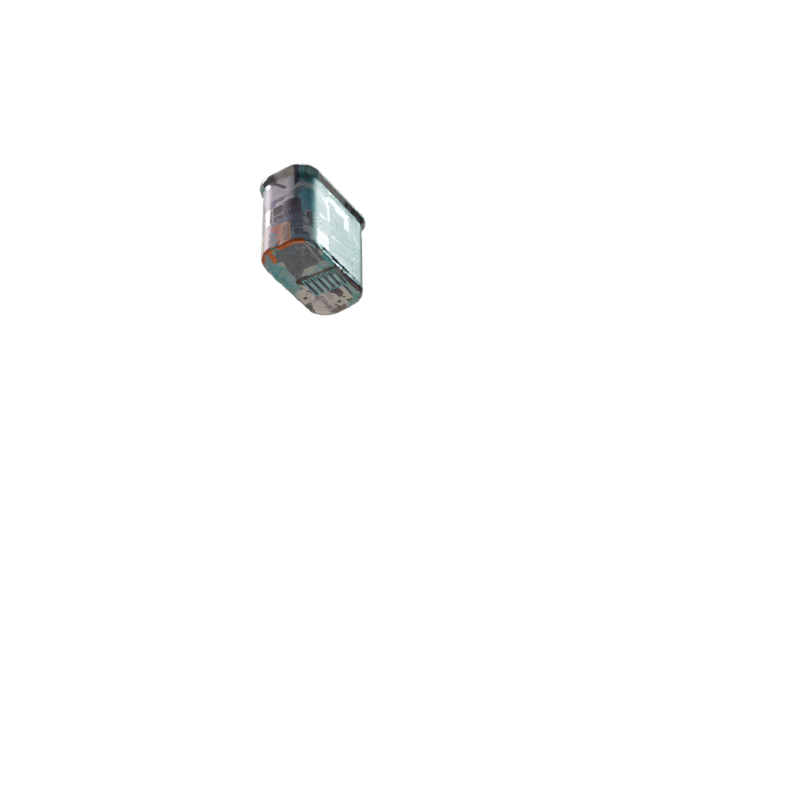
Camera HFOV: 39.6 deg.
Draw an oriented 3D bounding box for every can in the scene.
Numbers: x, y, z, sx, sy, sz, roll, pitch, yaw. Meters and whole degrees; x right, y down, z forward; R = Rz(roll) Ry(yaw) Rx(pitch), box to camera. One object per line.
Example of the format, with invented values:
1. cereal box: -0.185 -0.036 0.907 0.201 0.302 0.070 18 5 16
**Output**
1. can: -0.072 -0.132 0.922 0.058 0.090 0.094 -24 -43 25
